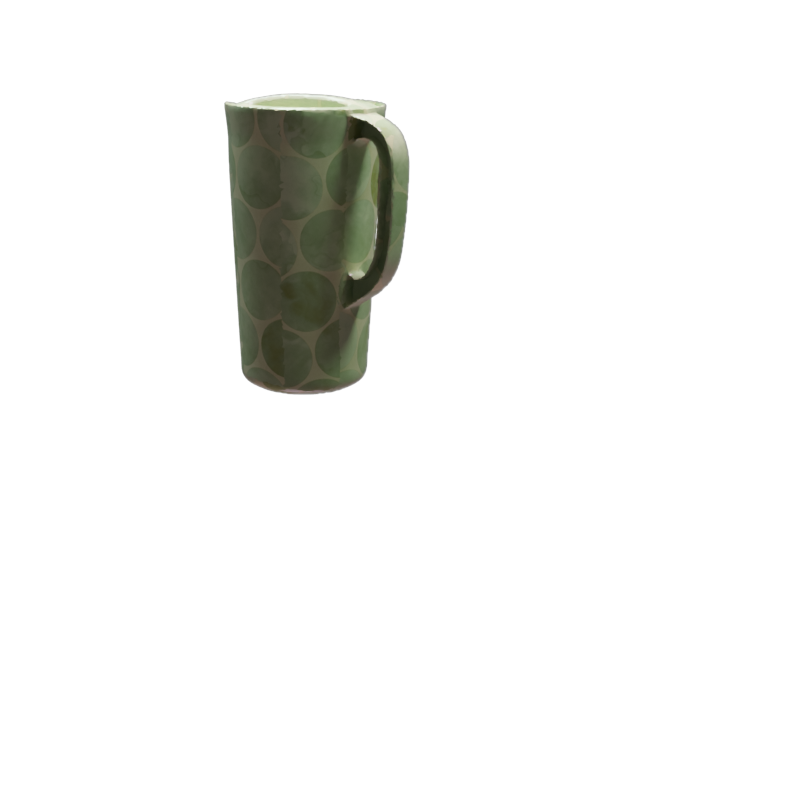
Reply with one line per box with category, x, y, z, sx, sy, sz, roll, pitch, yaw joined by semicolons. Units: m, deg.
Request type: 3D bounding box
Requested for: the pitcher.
pitcher;-0.072;-0.132;0.921;0.144;0.236;0.154;0;14;-3
